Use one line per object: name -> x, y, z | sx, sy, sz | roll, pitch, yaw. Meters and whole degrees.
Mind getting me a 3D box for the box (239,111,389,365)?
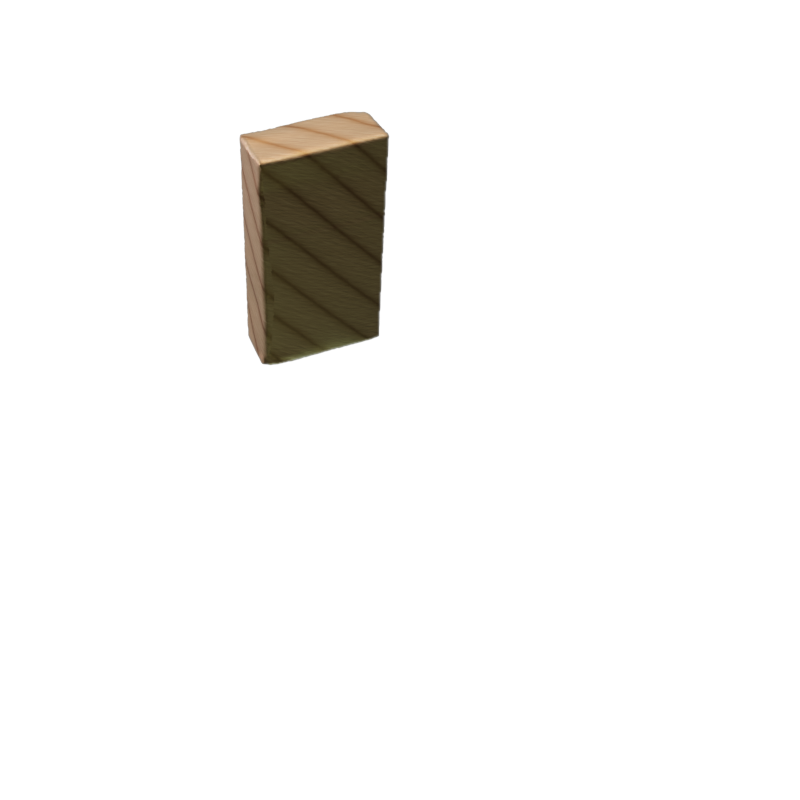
box -> -0.060, -0.110, 0.767 | 0.092, 0.165, 0.052 | -14, 41, -20
